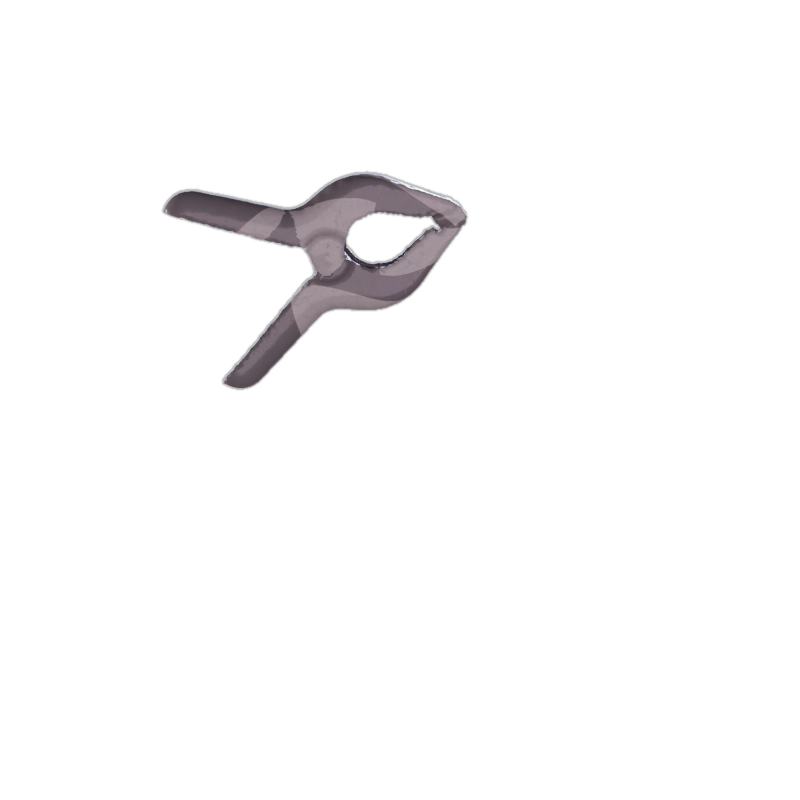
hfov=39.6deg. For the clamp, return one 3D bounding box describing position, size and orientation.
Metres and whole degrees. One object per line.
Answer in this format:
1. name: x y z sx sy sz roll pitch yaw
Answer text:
1. clamp: -0.050 -0.091 0.639 0.171 0.116 0.040 -26 12 6
